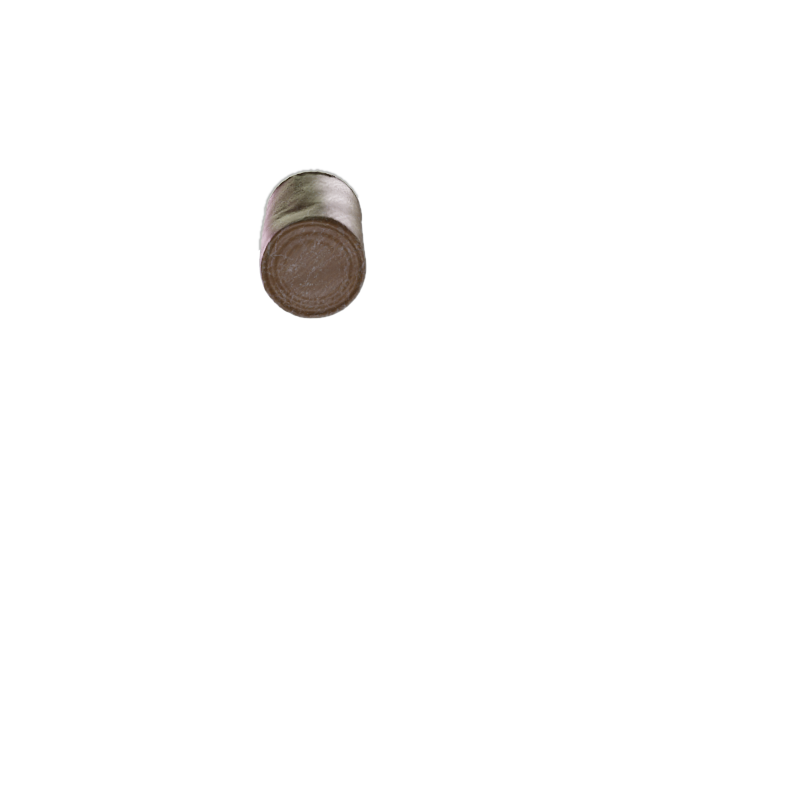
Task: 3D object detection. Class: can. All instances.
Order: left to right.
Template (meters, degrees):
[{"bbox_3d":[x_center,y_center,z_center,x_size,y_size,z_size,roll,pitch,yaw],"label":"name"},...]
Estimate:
[{"bbox_3d":[-0.057,-0.104,0.726,0.068,0.065,0.108,0,25,-3],"label":"can"}]
